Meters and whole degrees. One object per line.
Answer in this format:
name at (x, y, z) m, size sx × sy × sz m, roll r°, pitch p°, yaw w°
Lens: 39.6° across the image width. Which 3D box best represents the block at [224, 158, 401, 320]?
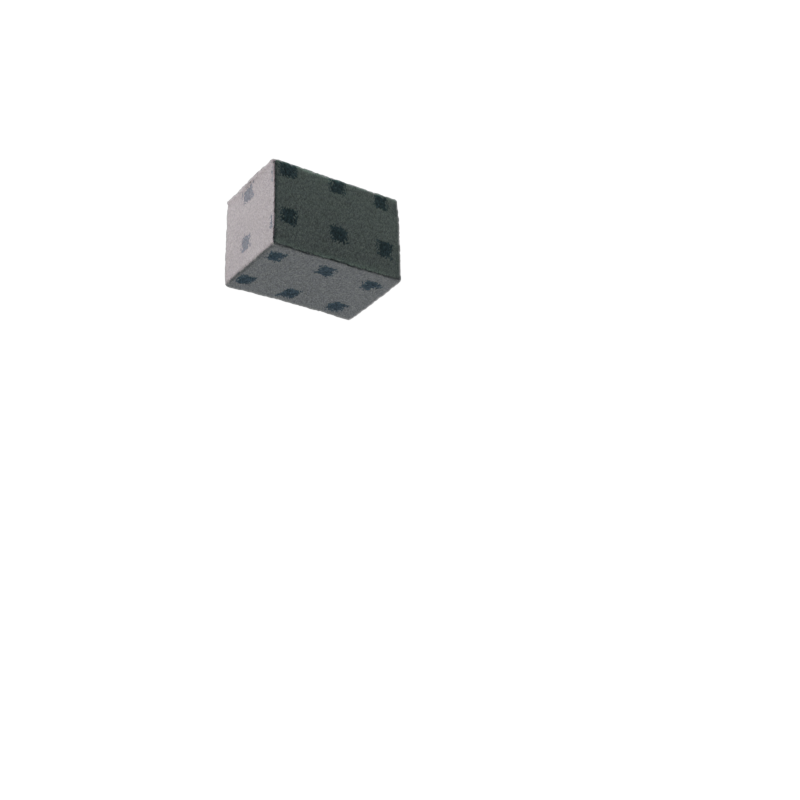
block at (-0.045, -0.082, 0.577) m, size 0.074 × 0.054 × 0.052 m, roll 15°, pitch -31°, yaw -30°
